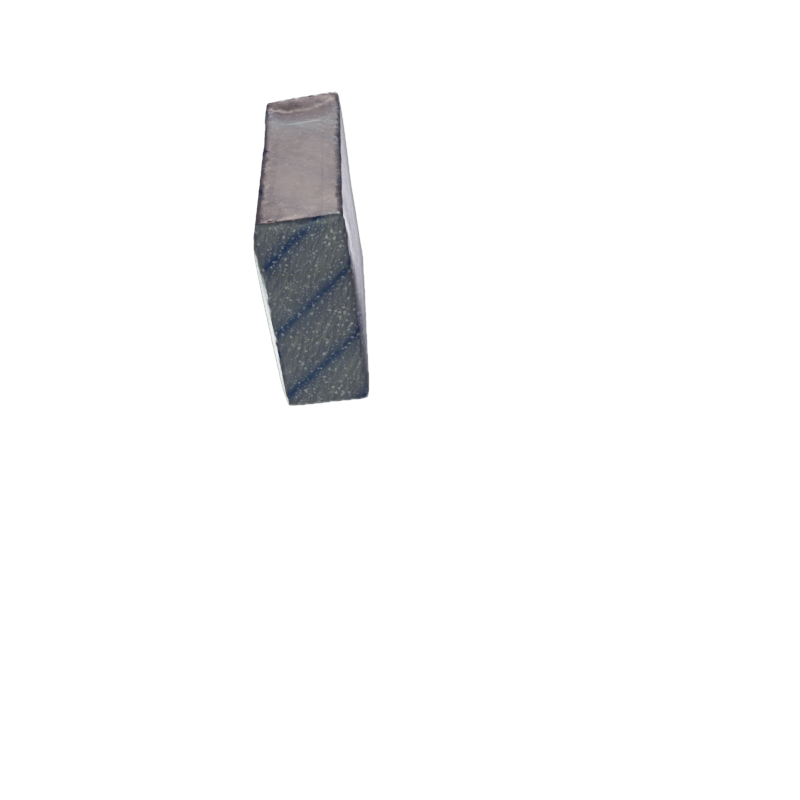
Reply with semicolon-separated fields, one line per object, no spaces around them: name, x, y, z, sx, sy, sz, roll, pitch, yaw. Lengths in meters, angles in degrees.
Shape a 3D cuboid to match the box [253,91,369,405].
box;-0.070;-0.127;0.888;0.072;0.153;0.228;-7;36;1
